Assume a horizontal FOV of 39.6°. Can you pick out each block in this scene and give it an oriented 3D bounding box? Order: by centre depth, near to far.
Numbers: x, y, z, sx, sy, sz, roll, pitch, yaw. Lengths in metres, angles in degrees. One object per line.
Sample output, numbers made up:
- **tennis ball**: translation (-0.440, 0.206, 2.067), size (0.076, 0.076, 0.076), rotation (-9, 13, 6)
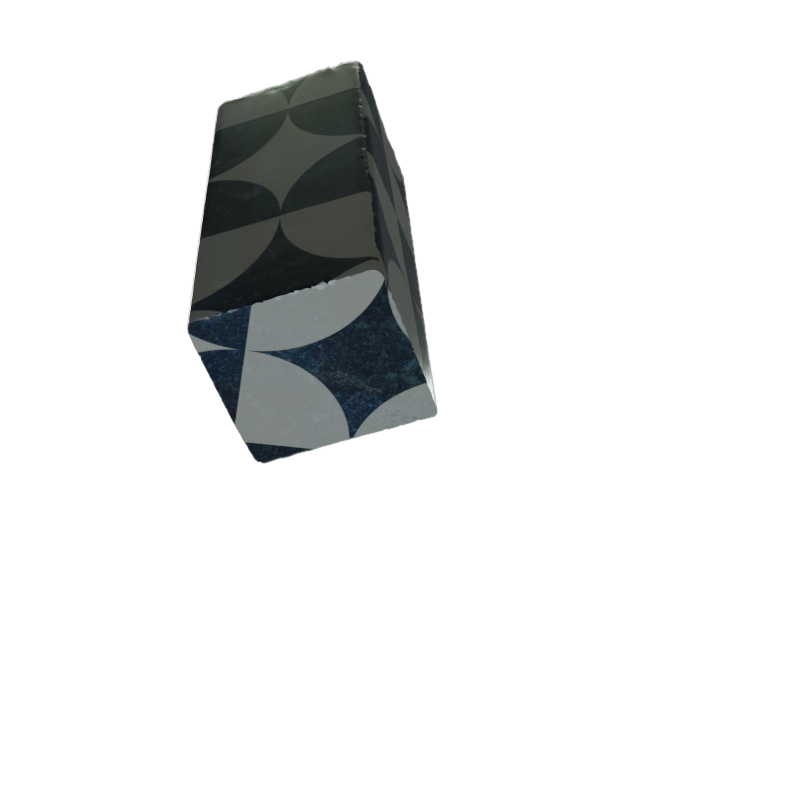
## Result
- **block**: translation (-0.045, -0.082, 0.569), size (0.091, 0.084, 0.221), rotation (-16, 38, 9)
